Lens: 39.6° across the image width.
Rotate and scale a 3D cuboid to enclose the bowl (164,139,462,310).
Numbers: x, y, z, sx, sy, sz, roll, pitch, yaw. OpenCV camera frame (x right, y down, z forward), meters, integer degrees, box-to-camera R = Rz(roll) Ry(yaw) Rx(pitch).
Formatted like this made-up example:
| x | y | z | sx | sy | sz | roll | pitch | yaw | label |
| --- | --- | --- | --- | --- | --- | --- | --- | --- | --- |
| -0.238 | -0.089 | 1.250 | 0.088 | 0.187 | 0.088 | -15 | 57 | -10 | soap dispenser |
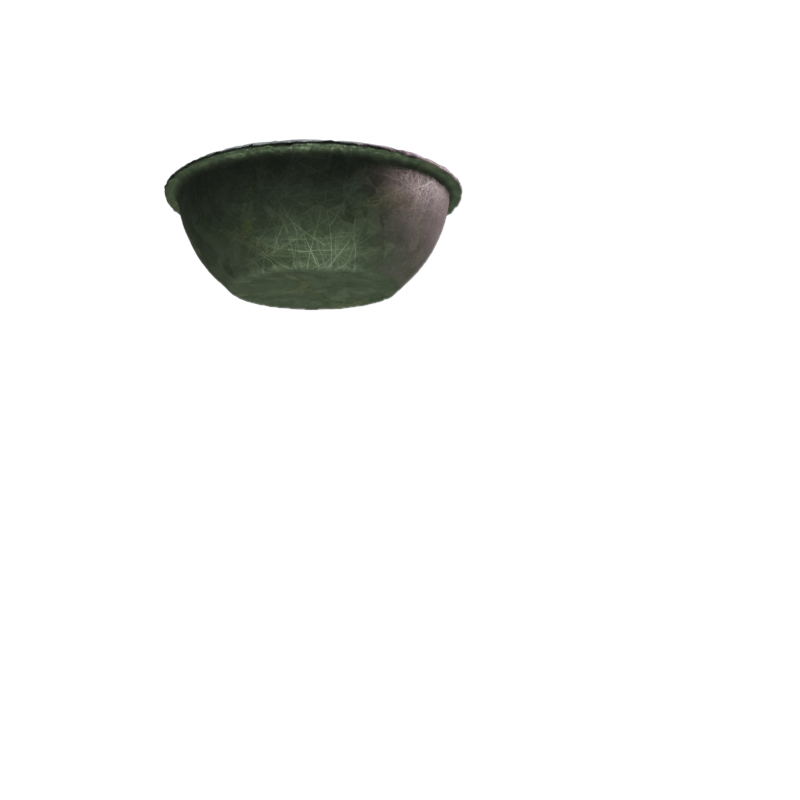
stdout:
| x | y | z | sx | sy | sz | roll | pitch | yaw | label |
| --- | --- | --- | --- | --- | --- | --- | --- | --- | --- |
| -0.047 | -0.085 | 0.597 | 0.162 | 0.057 | 0.157 | 0 | -10 | -2 | bowl |
